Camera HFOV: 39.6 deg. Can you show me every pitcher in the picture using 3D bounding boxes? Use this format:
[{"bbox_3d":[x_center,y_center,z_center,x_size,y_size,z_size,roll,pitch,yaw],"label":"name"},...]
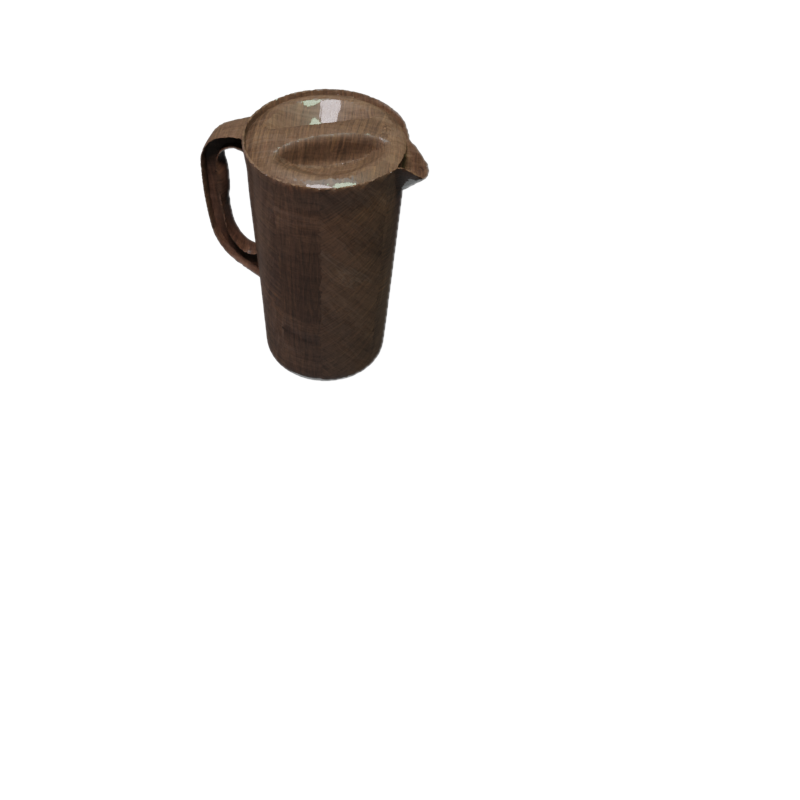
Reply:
[{"bbox_3d":[-0.074,-0.135,0.947,0.144,0.226,0.161,-22,50,-23],"label":"pitcher"}]
